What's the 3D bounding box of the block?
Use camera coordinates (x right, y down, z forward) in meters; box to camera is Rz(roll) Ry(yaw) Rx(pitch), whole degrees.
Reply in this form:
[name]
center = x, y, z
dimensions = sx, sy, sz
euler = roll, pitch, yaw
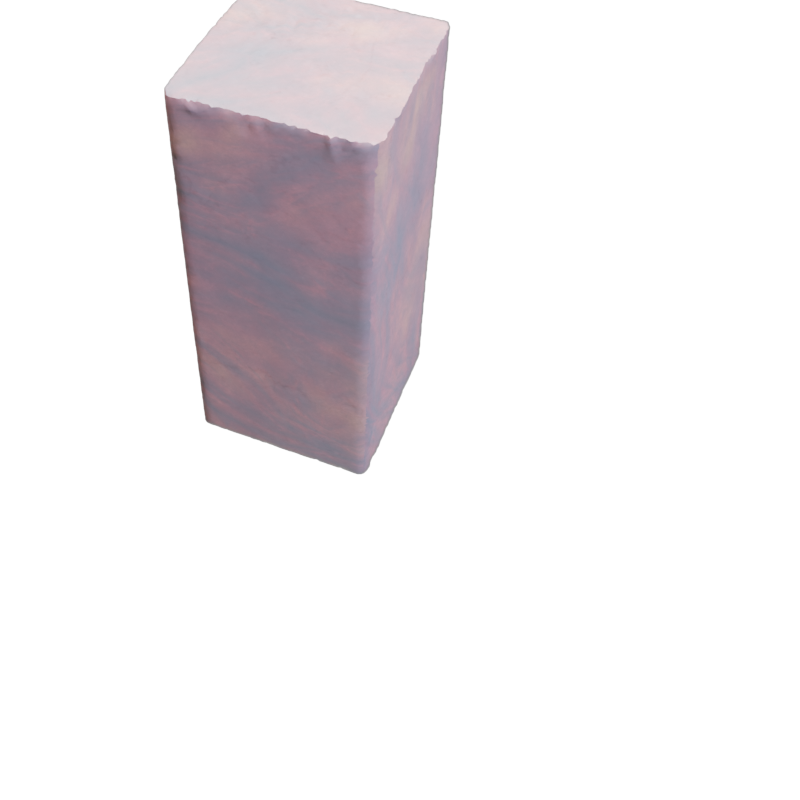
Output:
[block]
center = -0.040, -0.072, 0.504
dimensions = 0.093, 0.094, 0.192
euler = 17, -40, 12
